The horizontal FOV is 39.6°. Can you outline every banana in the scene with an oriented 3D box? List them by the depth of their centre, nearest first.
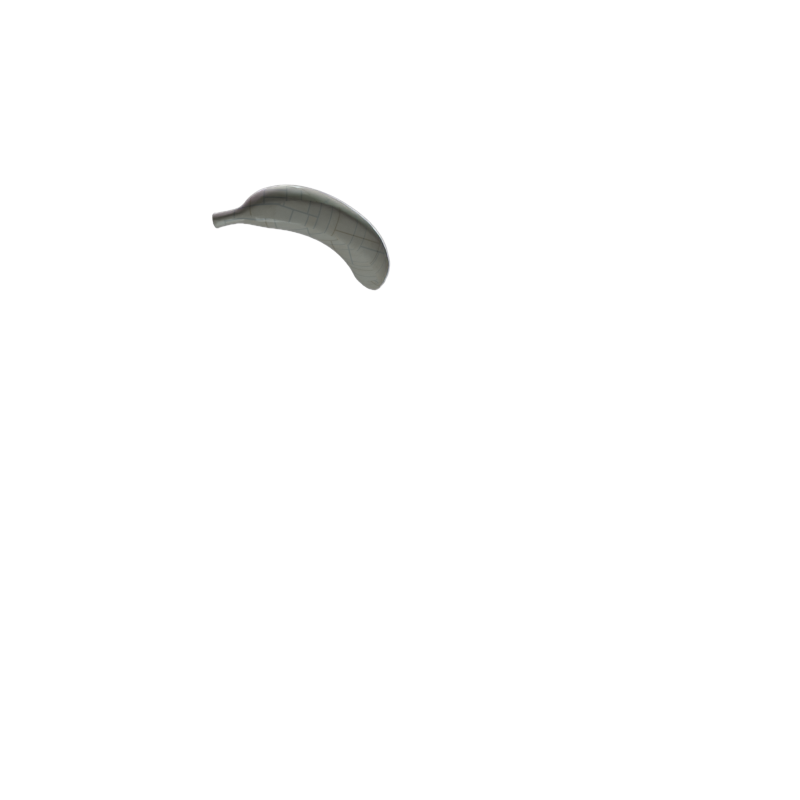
[{"bbox_3d":[-0.060,-0.135,0.902,0.070,0.039,0.185,-17,-25,38],"label":"banana"}]
